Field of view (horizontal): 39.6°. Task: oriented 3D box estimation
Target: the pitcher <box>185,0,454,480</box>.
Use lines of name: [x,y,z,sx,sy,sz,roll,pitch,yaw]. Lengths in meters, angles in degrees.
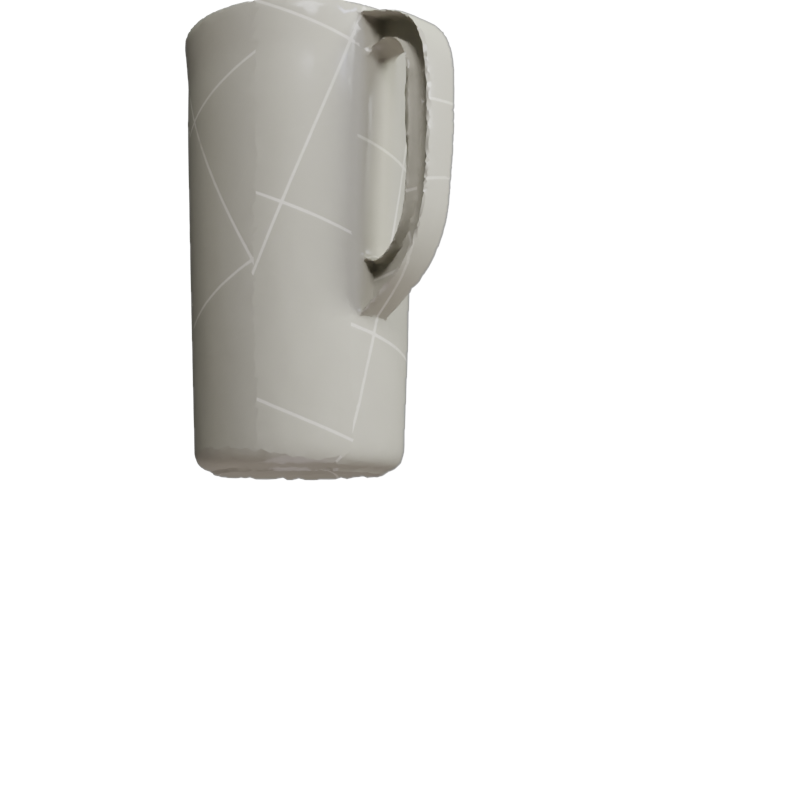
pitcher: [-0.046,-0.084,0.589,0.145,0.251,0.144,-1,-12,1]
